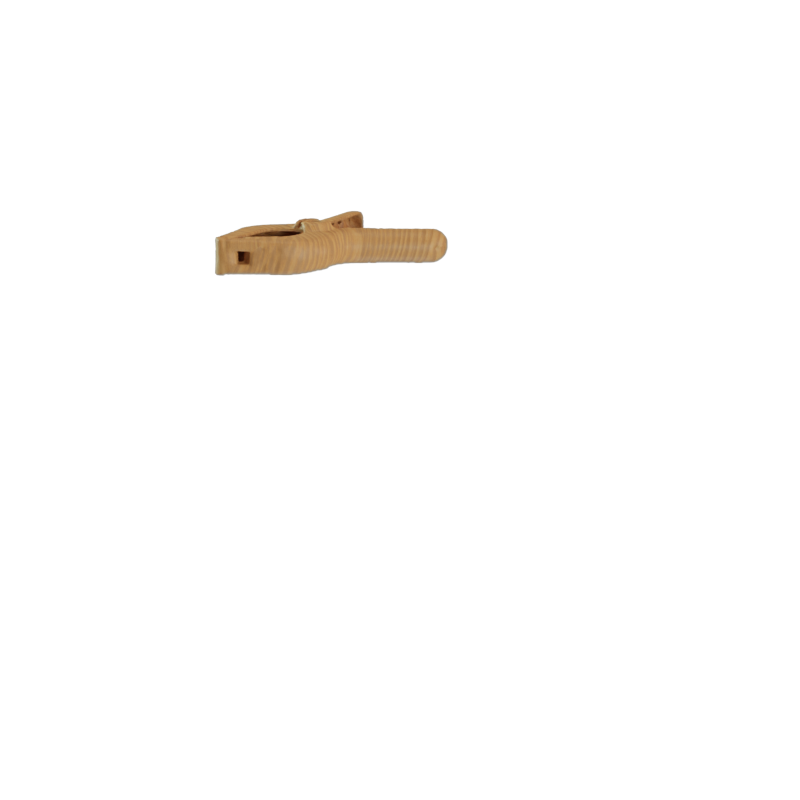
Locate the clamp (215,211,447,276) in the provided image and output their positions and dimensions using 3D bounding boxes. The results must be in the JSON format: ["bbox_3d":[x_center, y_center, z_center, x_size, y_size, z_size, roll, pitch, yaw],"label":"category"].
[{"bbox_3d":[-0.065,-0.118,0.829,0.167,0.038,0.126,-6,13,-26],"label":"clamp"}]
